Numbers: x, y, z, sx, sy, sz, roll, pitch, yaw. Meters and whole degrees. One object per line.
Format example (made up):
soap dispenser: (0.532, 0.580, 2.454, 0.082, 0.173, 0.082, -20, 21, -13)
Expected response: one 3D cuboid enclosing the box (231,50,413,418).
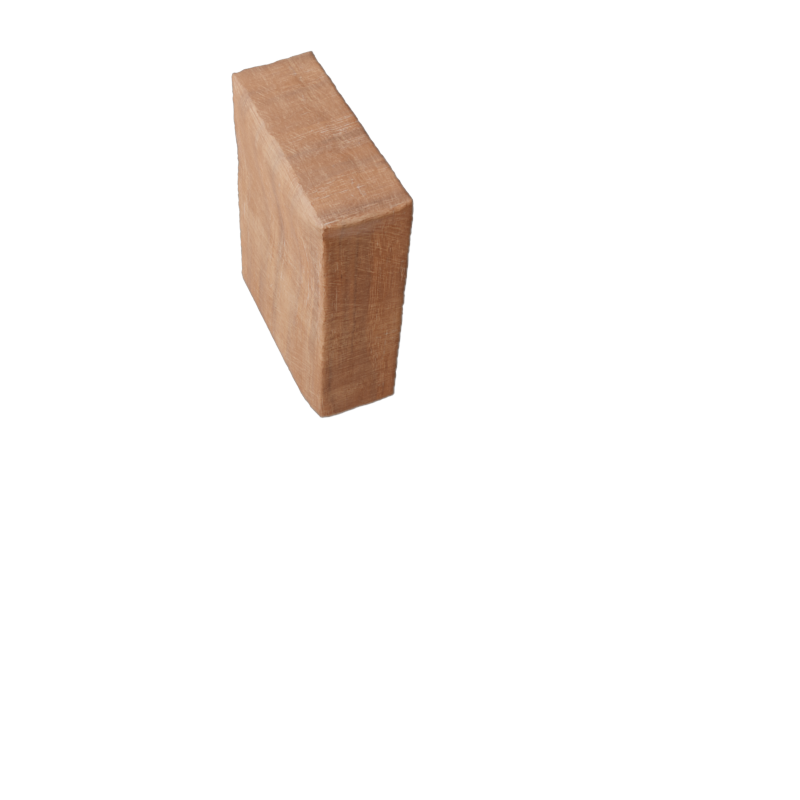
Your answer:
box: (-0.063, -0.114, 0.800, 0.071, 0.177, 0.199, -18, -35, -17)
